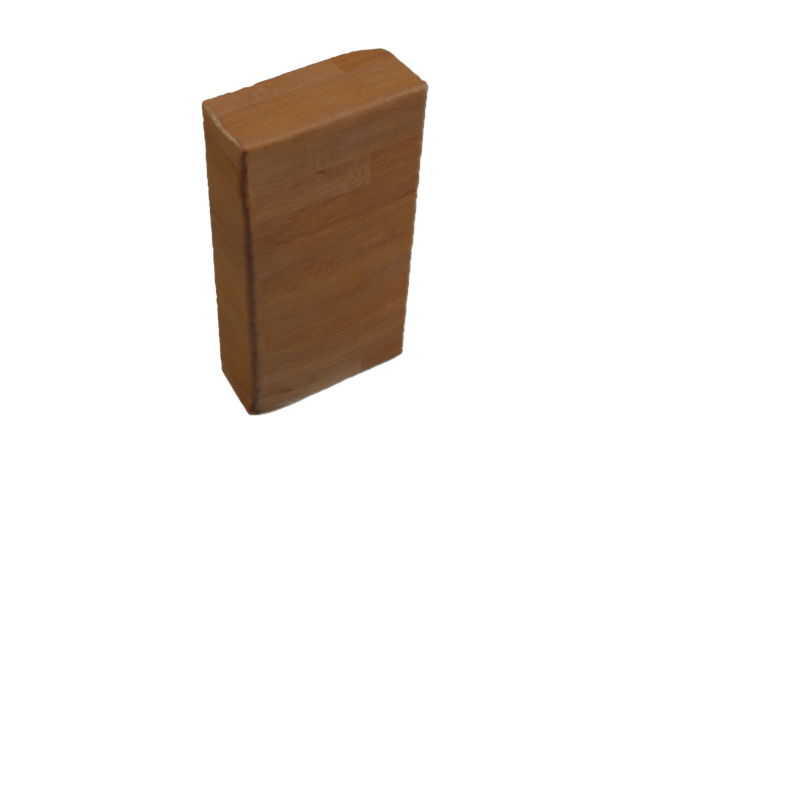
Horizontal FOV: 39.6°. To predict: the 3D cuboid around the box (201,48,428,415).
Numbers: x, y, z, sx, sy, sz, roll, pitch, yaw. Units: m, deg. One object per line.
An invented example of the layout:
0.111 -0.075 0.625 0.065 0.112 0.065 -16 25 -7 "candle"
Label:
-0.041 -0.075 0.526 0.093 0.164 0.052 -23 51 -24 "box"
